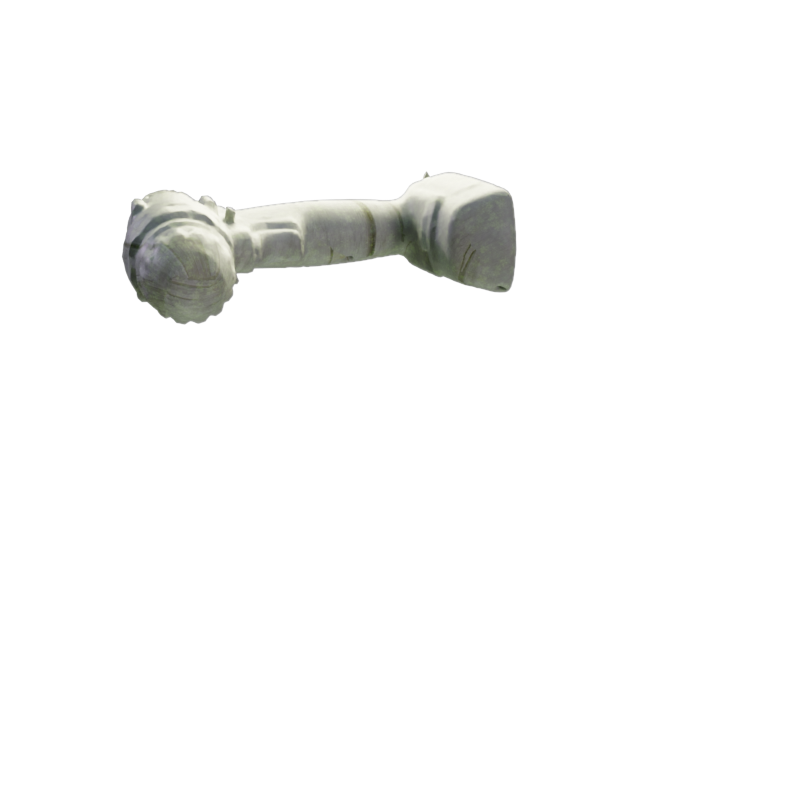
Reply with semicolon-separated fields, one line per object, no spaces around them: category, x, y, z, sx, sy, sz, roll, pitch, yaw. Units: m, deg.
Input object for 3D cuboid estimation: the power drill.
power drill;-0.043;-0.078;0.550;0.185;0.056;0.193;-4;17;-13
